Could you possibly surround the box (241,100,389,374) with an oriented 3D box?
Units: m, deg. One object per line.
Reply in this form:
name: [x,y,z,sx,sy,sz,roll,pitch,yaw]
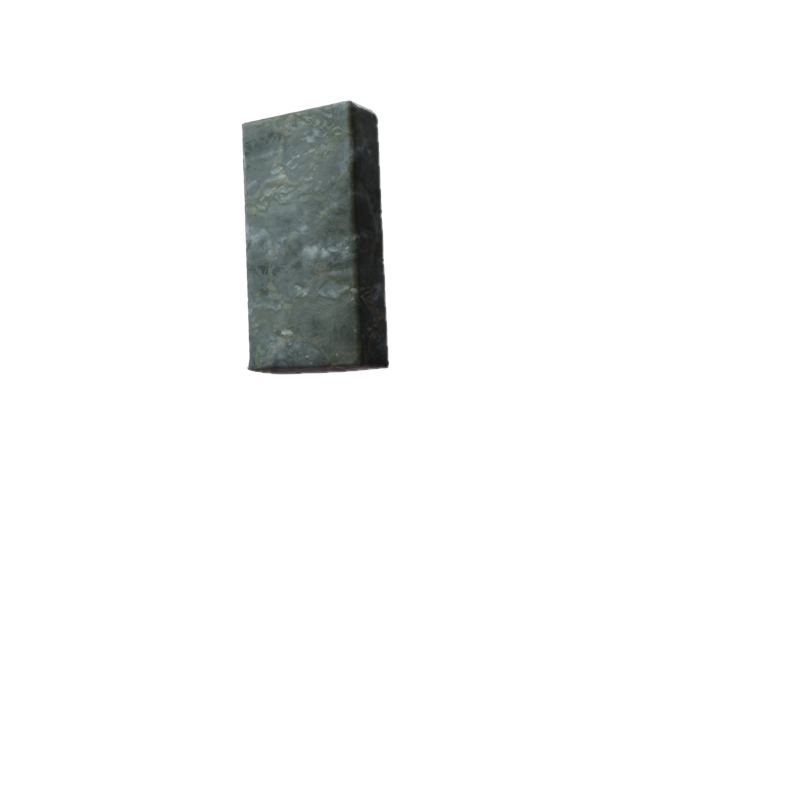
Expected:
box: [-0.059,-0.108,0.755,0.096,0.181,0.046,-6,-11,31]
